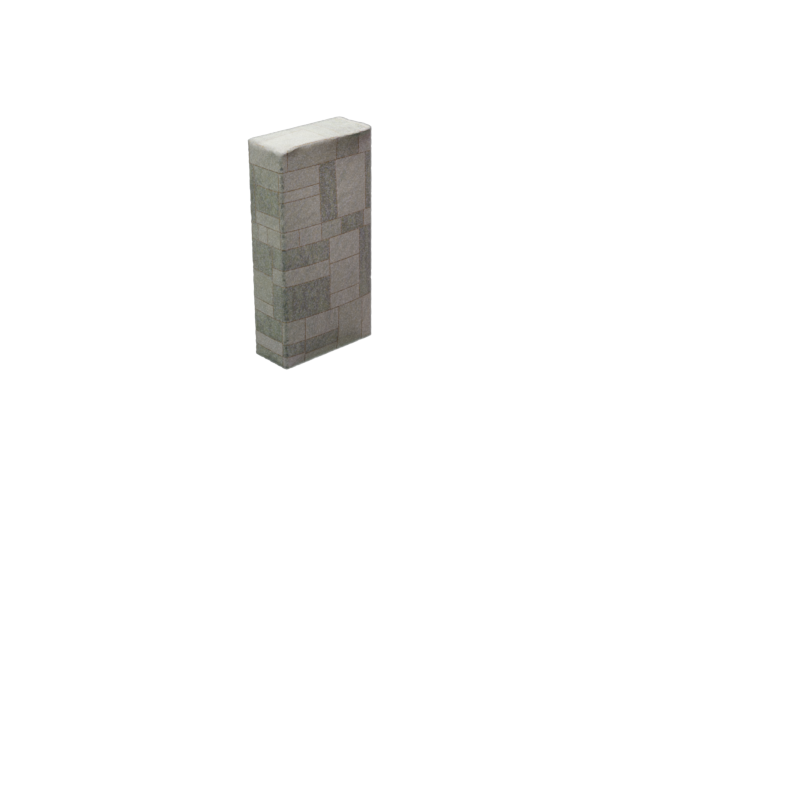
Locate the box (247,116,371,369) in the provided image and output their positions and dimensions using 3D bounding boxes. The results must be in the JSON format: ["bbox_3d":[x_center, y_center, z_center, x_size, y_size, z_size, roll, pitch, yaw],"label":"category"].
[{"bbox_3d":[-0.066,-0.121,0.850,0.092,0.167,0.051,-22,34,-39],"label":"box"}]
